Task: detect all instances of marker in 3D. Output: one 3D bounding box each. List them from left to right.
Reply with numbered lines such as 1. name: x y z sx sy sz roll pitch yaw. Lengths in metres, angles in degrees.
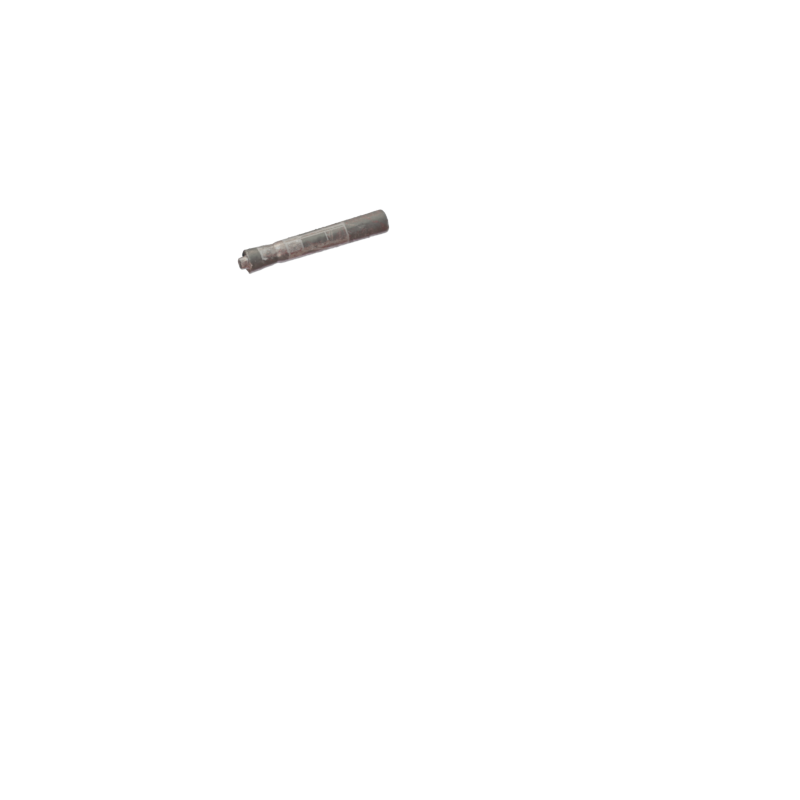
1. marker: -0.066 -0.121 0.846 0.120 0.019 0.020 -19 10 -18
